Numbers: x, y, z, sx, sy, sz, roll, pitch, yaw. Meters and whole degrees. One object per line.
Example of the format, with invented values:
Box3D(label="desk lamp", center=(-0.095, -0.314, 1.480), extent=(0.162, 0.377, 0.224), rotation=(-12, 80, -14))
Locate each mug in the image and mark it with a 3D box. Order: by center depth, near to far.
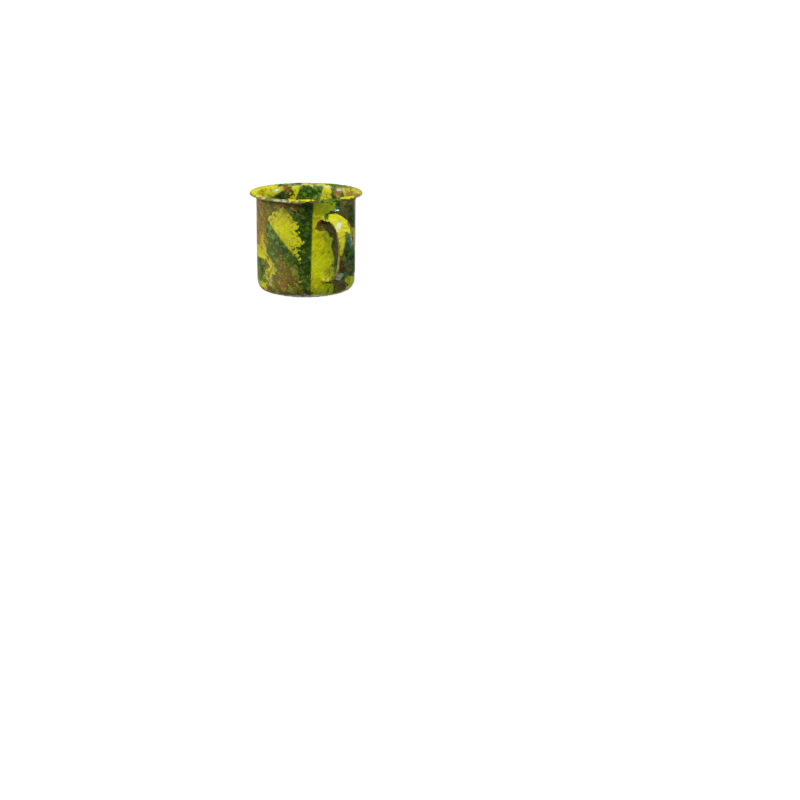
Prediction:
Box3D(label="mug", center=(-0.071, -0.130, 0.909), extent=(0.091, 0.079, 0.124), rotation=(-10, 20, -32))
